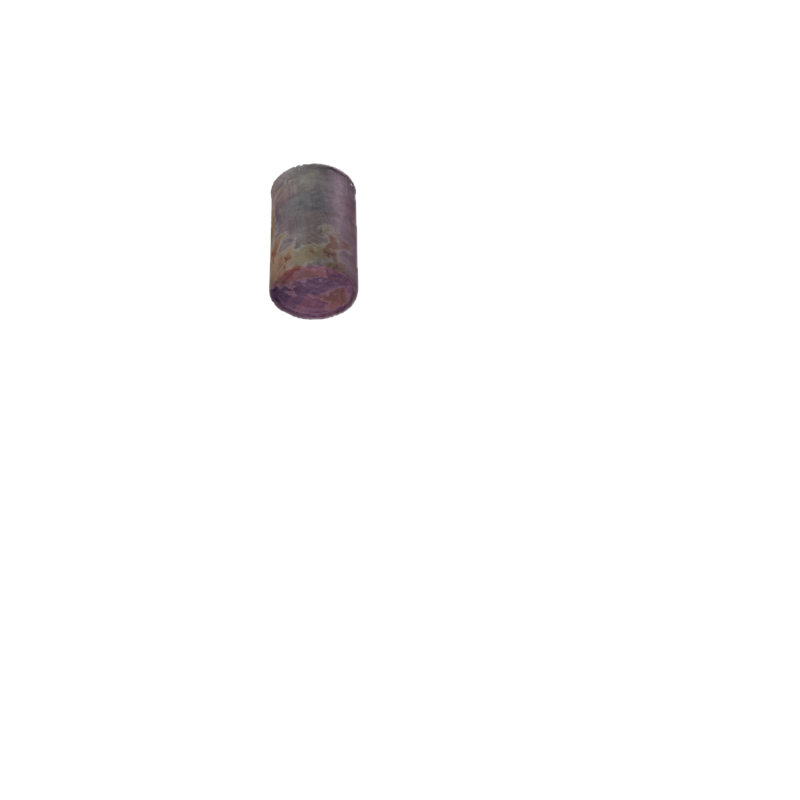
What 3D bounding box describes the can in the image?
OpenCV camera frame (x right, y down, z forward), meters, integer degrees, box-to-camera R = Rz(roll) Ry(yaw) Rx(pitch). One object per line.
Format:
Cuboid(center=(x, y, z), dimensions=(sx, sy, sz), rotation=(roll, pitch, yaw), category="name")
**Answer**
Cuboid(center=(-0.066, -0.121, 0.847), dimensions=(0.068, 0.110, 0.064), rotation=(-1, -37, -3), category="can")
